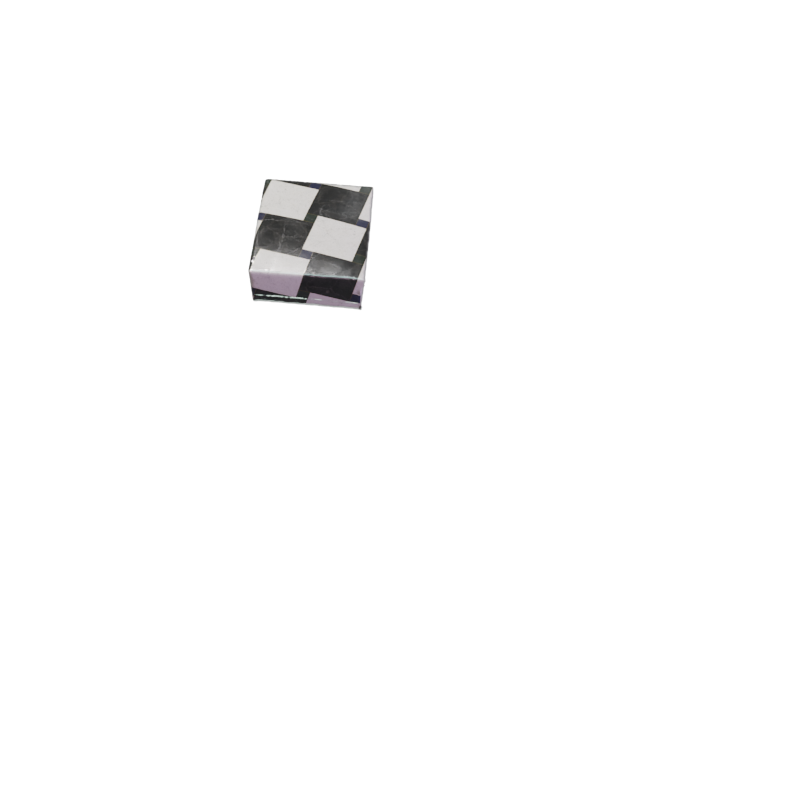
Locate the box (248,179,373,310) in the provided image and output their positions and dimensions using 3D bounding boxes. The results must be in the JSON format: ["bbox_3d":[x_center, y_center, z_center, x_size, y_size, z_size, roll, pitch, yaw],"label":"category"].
[{"bbox_3d":[-0.069,-0.126,0.884,0.090,0.121,0.036,3,-41,2],"label":"box"}]
